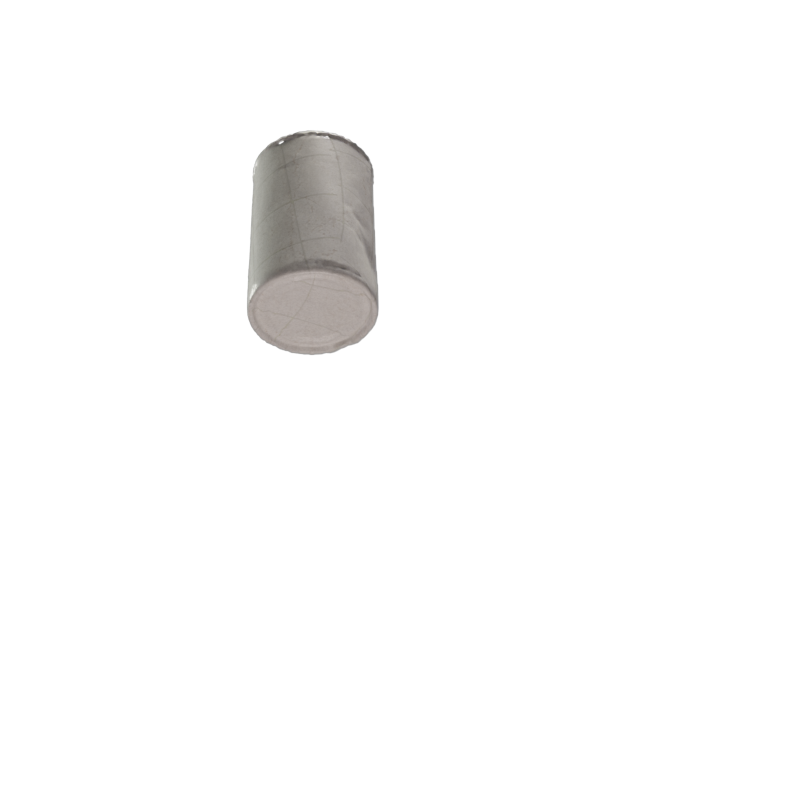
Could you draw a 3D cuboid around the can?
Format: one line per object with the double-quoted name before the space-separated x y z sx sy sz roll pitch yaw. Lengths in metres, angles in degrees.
"can" -0.046 -0.083 0.585 0.068 0.110 0.064 -1 -40 -3
